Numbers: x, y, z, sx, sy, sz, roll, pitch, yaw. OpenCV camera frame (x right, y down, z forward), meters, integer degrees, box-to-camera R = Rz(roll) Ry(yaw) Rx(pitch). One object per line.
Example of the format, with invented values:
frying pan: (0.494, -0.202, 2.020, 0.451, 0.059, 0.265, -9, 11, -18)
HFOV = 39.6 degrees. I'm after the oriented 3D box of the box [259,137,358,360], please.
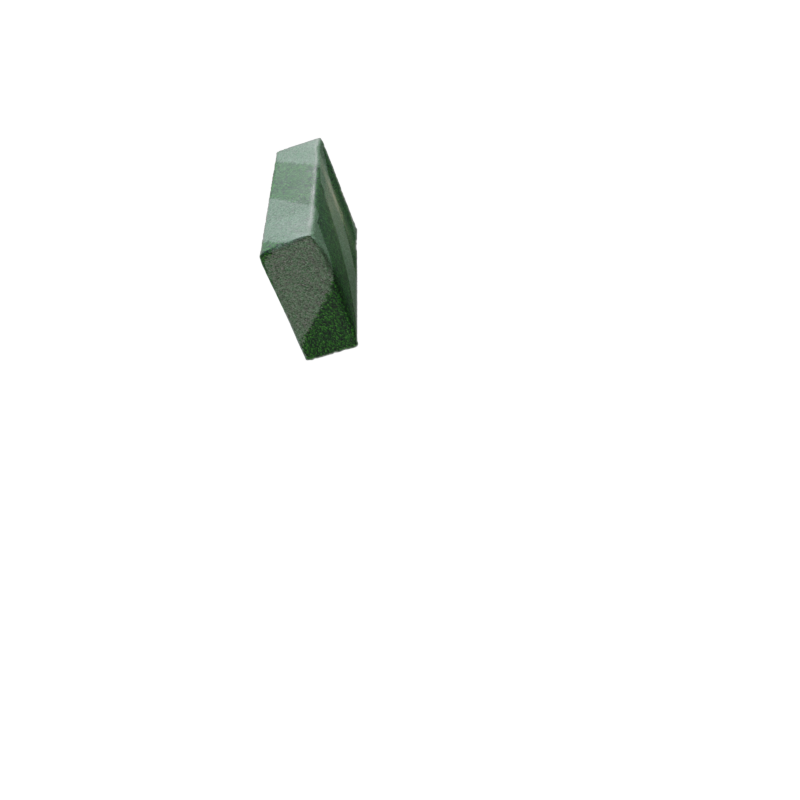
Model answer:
box: (-0.065, -0.118, 0.829, 0.048, 0.087, 0.187, -18, 31, 7)
